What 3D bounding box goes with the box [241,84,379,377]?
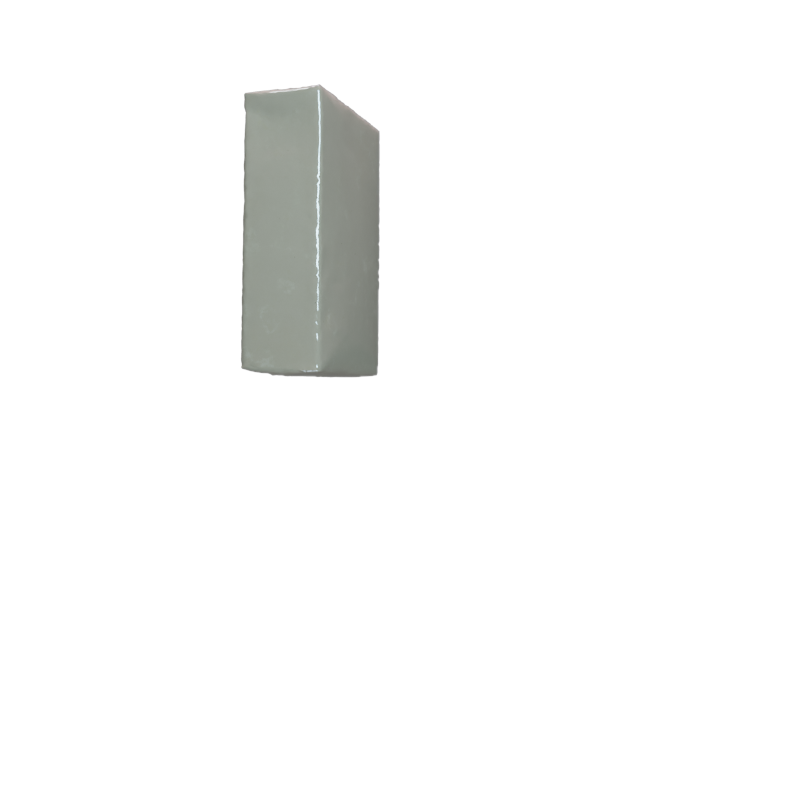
[{"bbox_3d":[-0.069,-0.126,0.886,0.073,0.217,0.159,-2,-5,15],"label":"box"}]
